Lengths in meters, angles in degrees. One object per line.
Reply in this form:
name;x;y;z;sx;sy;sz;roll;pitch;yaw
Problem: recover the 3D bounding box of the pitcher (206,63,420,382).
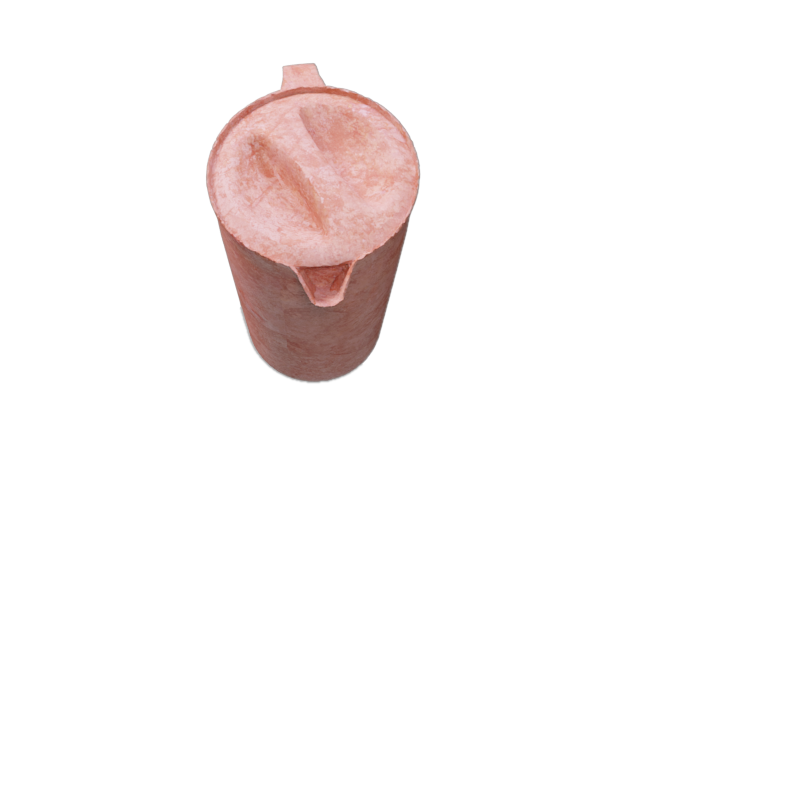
pitcher;-0.062;-0.113;0.794;0.150;0.152;0.230;35;-20;11
